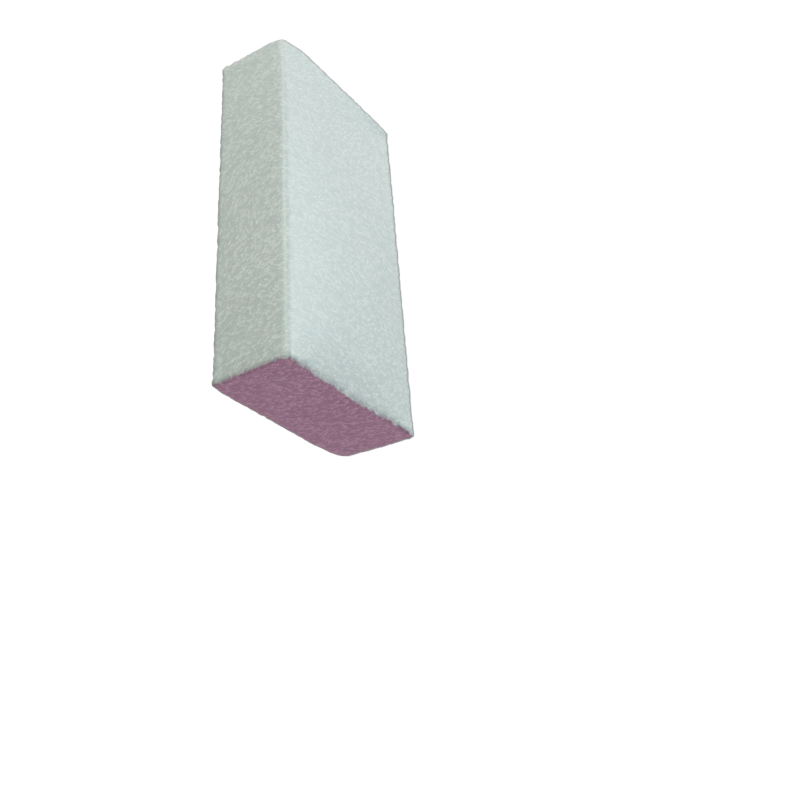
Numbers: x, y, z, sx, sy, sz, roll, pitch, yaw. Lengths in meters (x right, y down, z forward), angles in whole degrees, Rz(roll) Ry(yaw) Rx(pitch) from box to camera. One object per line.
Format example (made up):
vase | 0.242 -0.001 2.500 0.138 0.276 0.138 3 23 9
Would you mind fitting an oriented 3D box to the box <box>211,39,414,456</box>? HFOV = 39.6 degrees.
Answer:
box | -0.039 -0.072 0.506 0.048 0.188 0.087 -22 -36 28
